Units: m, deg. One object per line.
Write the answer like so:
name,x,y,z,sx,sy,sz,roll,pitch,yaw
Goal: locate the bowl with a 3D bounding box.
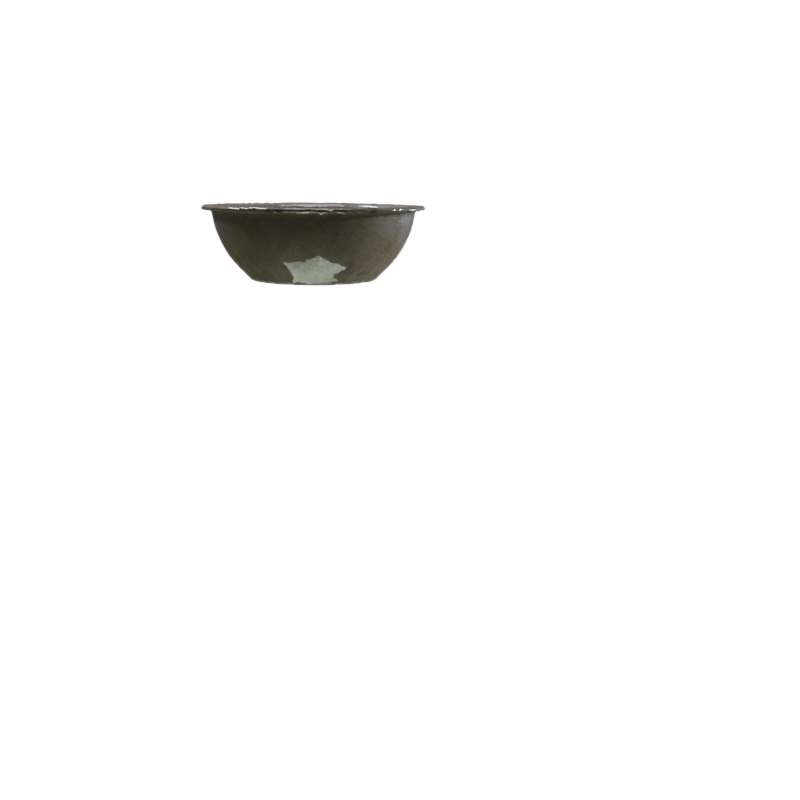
bowl,-0.063,-0.115,0.805,0.162,0.054,0.165,0,11,-2
